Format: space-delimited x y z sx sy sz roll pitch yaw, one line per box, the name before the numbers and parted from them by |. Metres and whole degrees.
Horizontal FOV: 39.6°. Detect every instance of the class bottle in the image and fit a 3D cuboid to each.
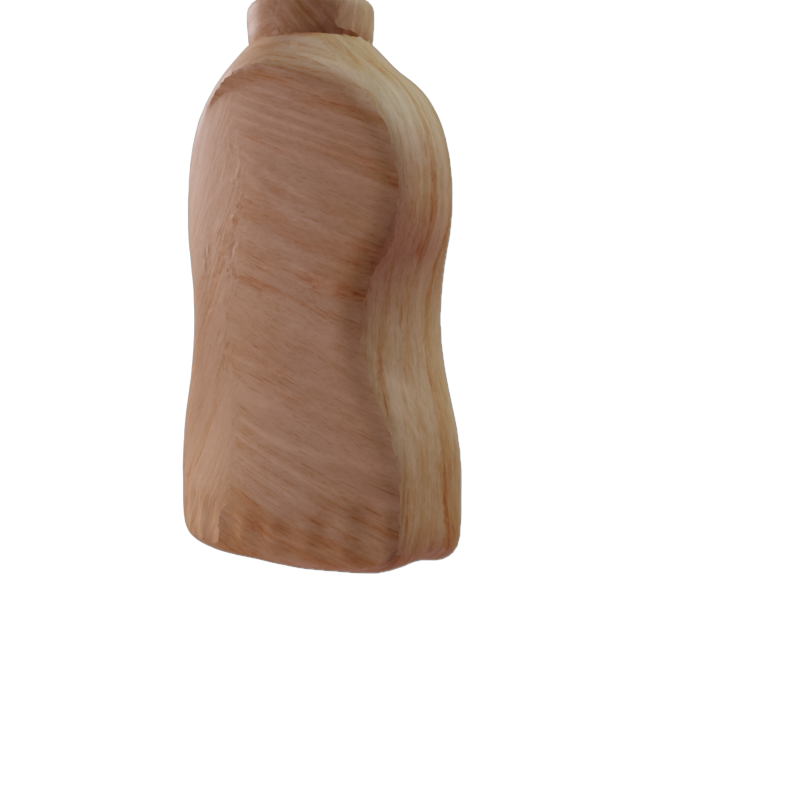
bottle | -0.028 -0.050 0.350 0.099 0.194 0.056 -3 -5 45
